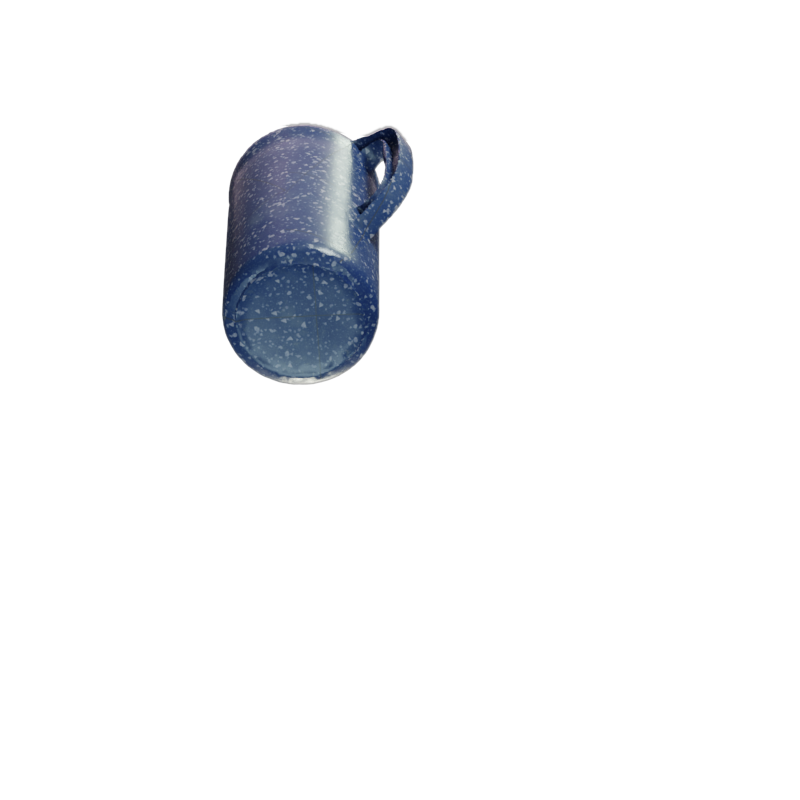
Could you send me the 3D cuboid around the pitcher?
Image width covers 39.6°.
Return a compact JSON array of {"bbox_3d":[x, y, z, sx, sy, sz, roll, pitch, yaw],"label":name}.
[{"bbox_3d":[-0.067,-0.122,0.856,0.144,0.142,0.257,6,28,-7],"label":"pitcher"}]
